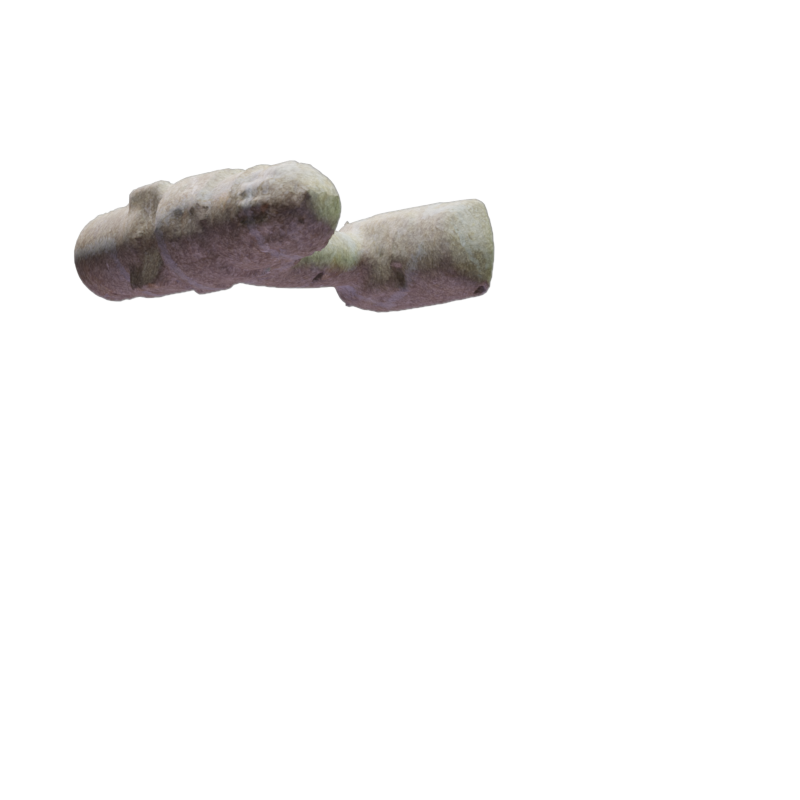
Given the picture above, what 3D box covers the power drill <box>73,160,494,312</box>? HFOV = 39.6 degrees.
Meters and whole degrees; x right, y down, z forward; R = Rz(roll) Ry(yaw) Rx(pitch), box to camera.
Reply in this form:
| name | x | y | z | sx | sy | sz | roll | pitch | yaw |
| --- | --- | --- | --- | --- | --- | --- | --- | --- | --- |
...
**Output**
| name | x | y | z | sx | sy | sz | roll | pitch | yaw |
| --- | --- | --- | --- | --- | --- | --- | --- | --- | --- |
| power drill | -0.043 | -0.078 | 0.548 | 0.180 | 0.058 | 0.190 | 0 | -1 | -41 |
